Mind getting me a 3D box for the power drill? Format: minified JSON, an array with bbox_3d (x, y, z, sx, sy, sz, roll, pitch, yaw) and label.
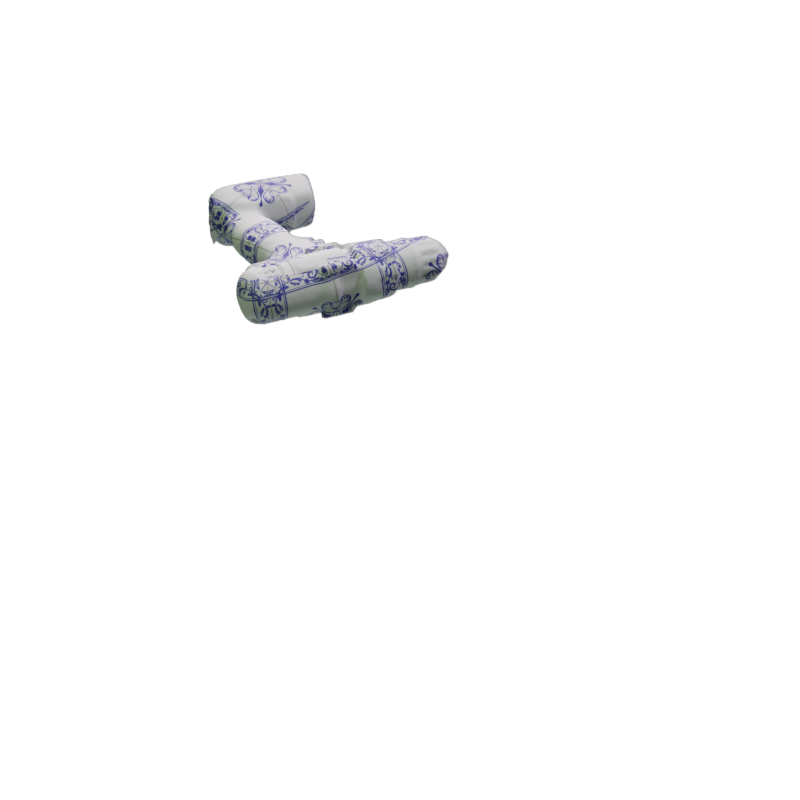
[{"bbox_3d":[-0.076,-0.138,0.965,0.181,0.054,0.202,-14,34,-22],"label":"power drill"}]
